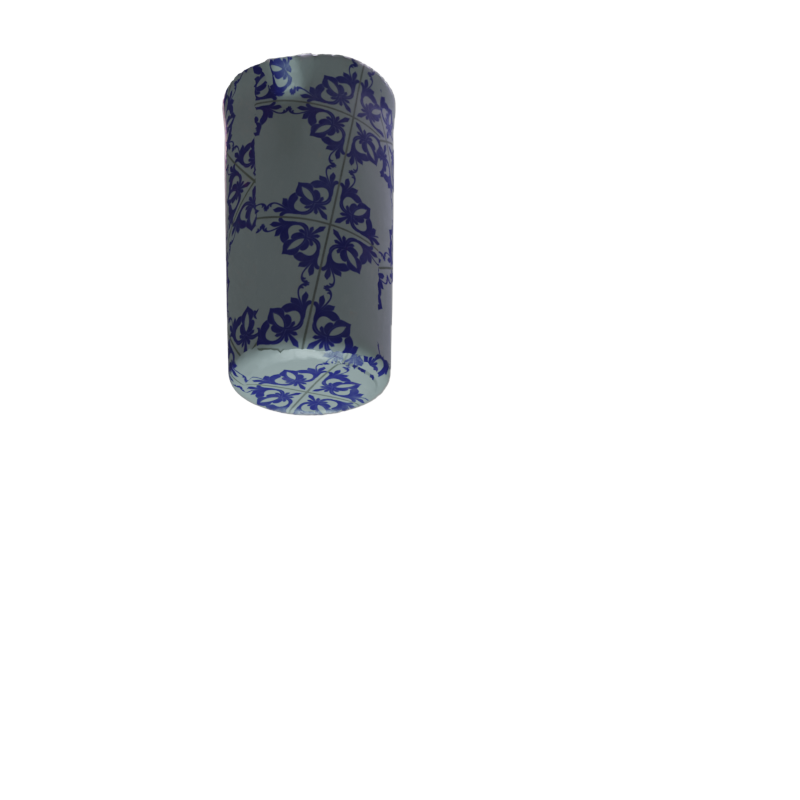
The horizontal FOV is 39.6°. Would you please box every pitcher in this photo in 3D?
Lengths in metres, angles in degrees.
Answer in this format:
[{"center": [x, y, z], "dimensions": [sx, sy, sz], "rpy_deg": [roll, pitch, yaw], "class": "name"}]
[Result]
[{"center": [-0.063, -0.114, 0.801], "dimensions": [0.141, 0.259, 0.143], "rpy_deg": [18, -35, -32], "class": "pitcher"}]
